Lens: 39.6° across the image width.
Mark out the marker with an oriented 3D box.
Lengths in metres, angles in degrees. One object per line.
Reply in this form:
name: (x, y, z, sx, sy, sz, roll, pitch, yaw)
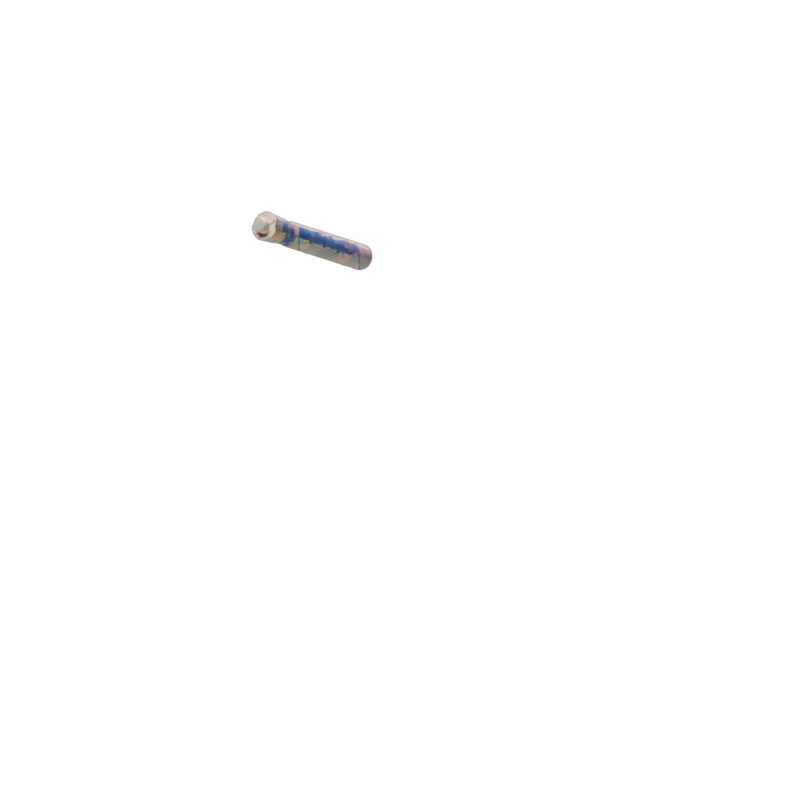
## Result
marker: (-0.057, -0.104, 0.730, 0.020, 0.020, 0.115, 3, -3, 32)
